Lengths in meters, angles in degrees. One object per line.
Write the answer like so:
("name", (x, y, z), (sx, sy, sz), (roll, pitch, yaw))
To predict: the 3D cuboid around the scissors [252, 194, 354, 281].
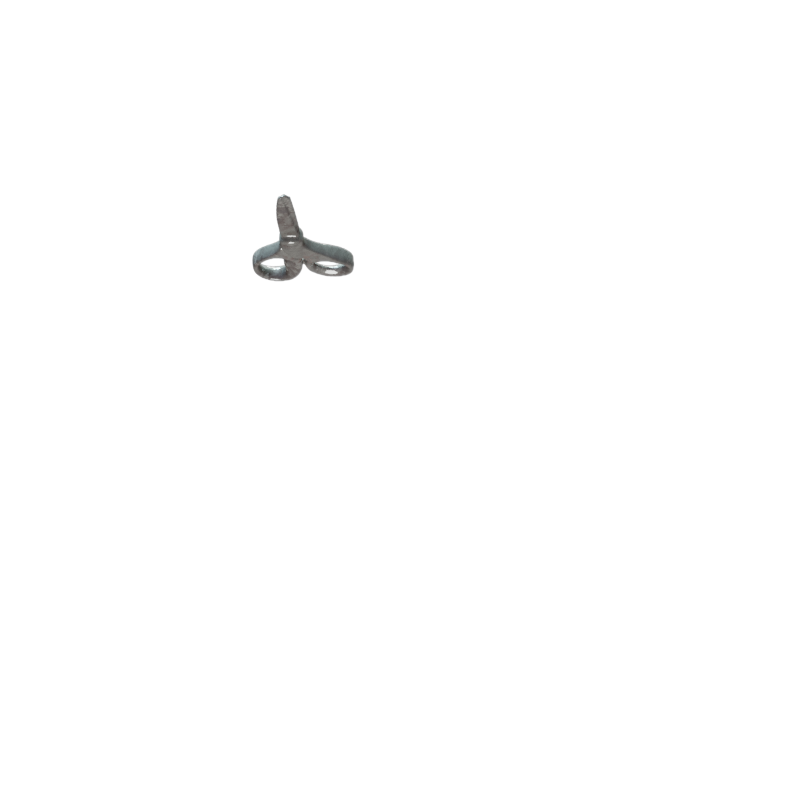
("scissors", (-0.070, -0.128, 0.896), (0.094, 0.016, 0.199), (3, -10, -16))
